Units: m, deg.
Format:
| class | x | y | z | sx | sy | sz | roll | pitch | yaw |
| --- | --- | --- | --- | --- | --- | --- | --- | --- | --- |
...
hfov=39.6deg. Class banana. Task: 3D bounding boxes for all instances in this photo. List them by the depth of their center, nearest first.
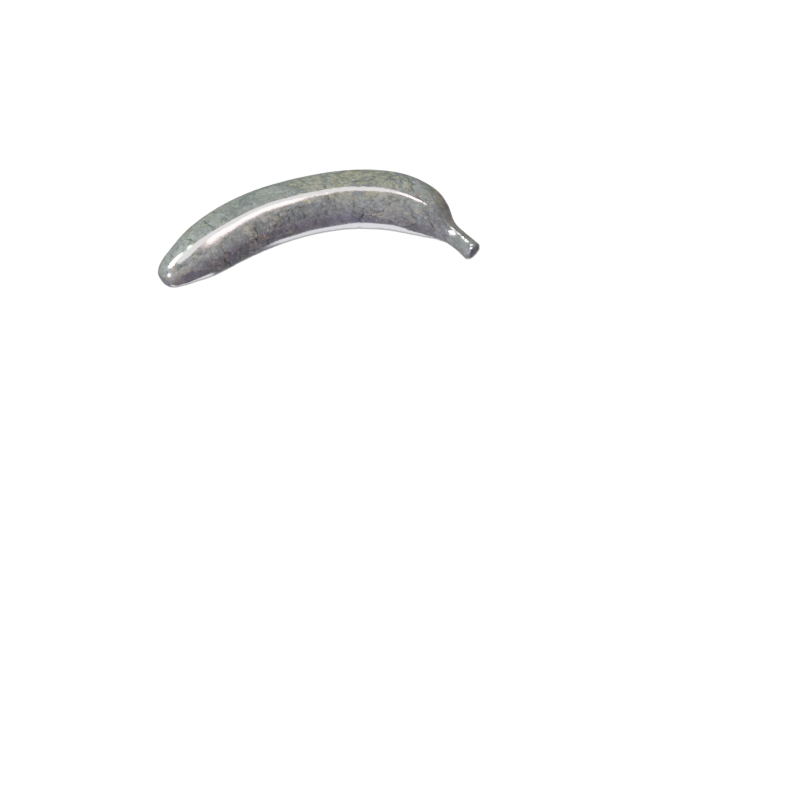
| class | x | y | z | sx | sy | sz | roll | pitch | yaw |
| --- | --- | --- | --- | --- | --- | --- | --- | --- | --- |
| banana | -0.053 | -0.111 | 0.688 | 0.196 | 0.075 | 0.034 | -8 | -43 | -8 |
